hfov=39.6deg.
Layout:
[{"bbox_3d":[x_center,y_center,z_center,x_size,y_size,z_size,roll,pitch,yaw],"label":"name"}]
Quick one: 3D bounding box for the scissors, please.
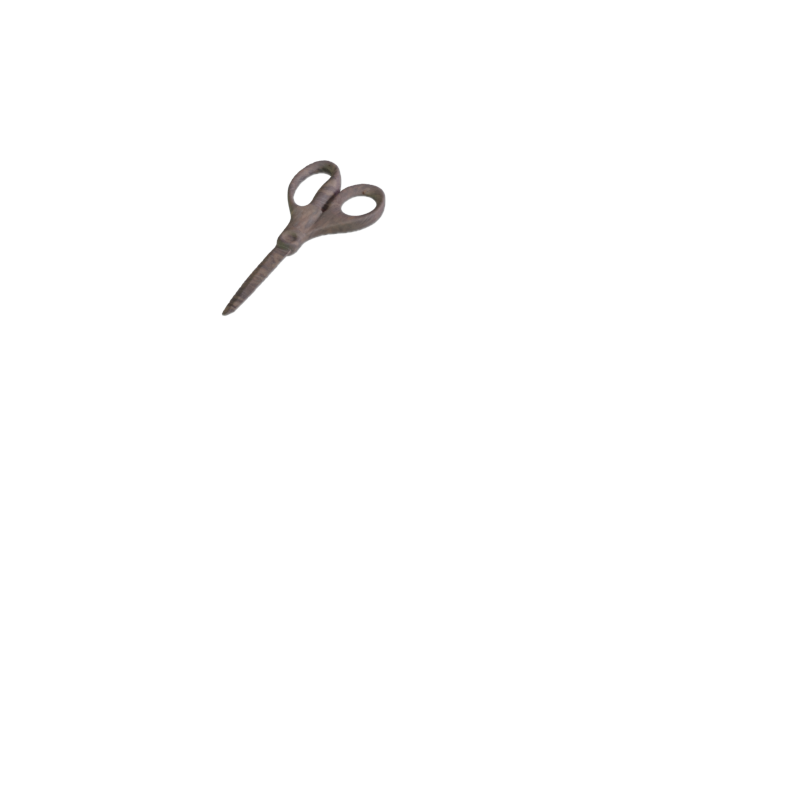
[{"bbox_3d":[-0.073,-0.133,0.933,0.098,0.213,0.015,9,-42,8],"label":"scissors"}]
